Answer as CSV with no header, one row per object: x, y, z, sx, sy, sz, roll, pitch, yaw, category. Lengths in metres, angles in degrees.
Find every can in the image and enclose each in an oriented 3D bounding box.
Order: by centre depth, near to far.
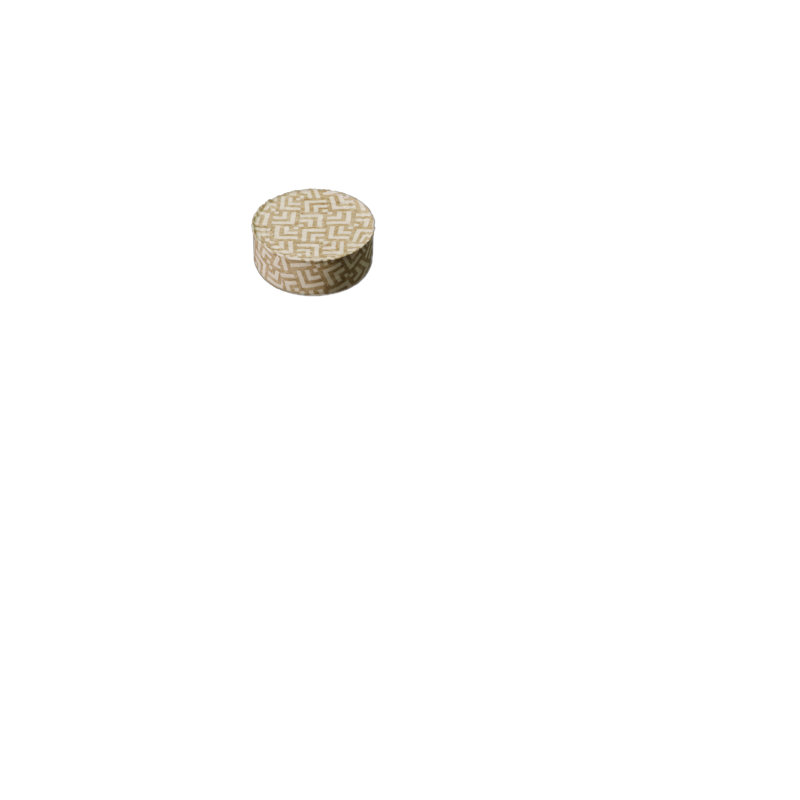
-0.061,-0.111,0.775,0.086,0.031,0.092,-1,41,-2,can
